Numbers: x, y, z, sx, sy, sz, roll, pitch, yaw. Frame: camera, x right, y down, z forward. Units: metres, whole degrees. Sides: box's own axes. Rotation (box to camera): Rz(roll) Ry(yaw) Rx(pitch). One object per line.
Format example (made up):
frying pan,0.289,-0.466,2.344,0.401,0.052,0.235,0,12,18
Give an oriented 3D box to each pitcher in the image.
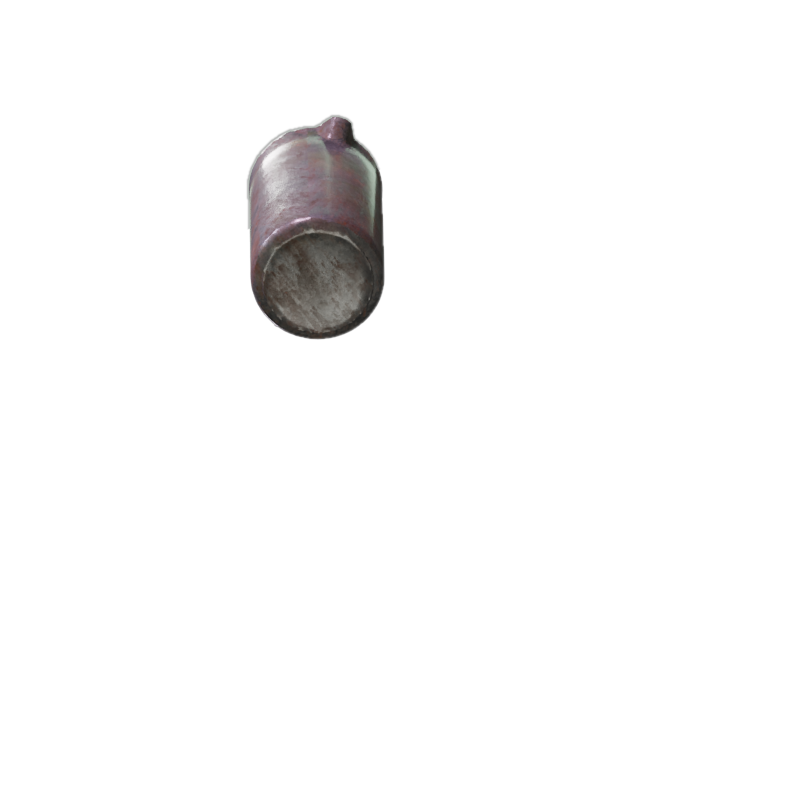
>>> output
pitcher,-0.078,-0.142,0.993,0.145,0.141,0.256,-23,25,8
